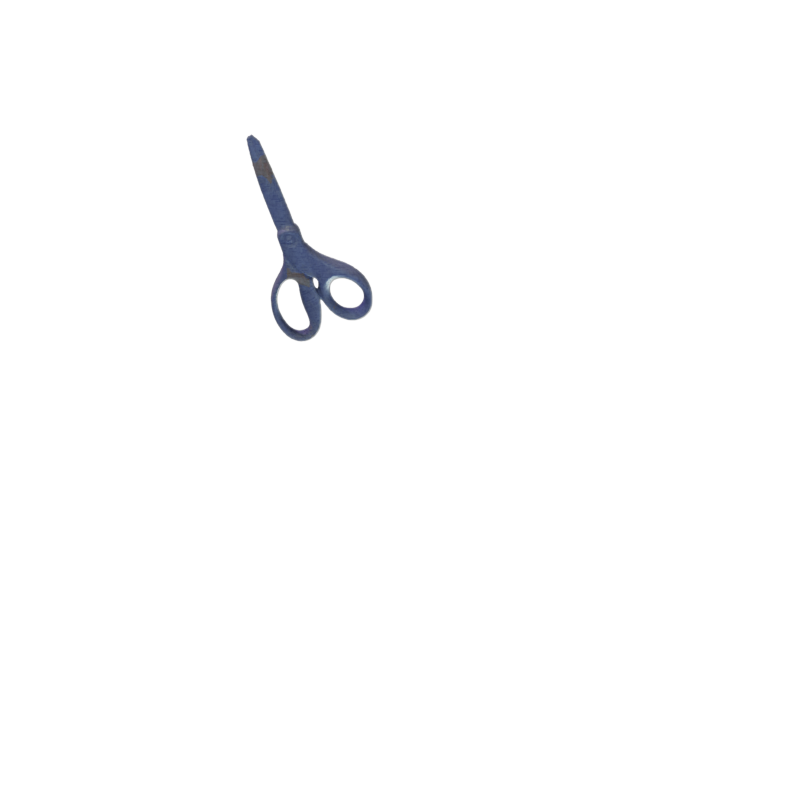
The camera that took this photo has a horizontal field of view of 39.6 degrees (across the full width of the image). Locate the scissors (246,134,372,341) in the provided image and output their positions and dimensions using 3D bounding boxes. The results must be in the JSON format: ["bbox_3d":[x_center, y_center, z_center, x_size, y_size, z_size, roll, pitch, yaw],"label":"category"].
[{"bbox_3d":[-0.072,-0.130,0.913,0.096,0.188,0.017,0,37,0],"label":"scissors"}]
